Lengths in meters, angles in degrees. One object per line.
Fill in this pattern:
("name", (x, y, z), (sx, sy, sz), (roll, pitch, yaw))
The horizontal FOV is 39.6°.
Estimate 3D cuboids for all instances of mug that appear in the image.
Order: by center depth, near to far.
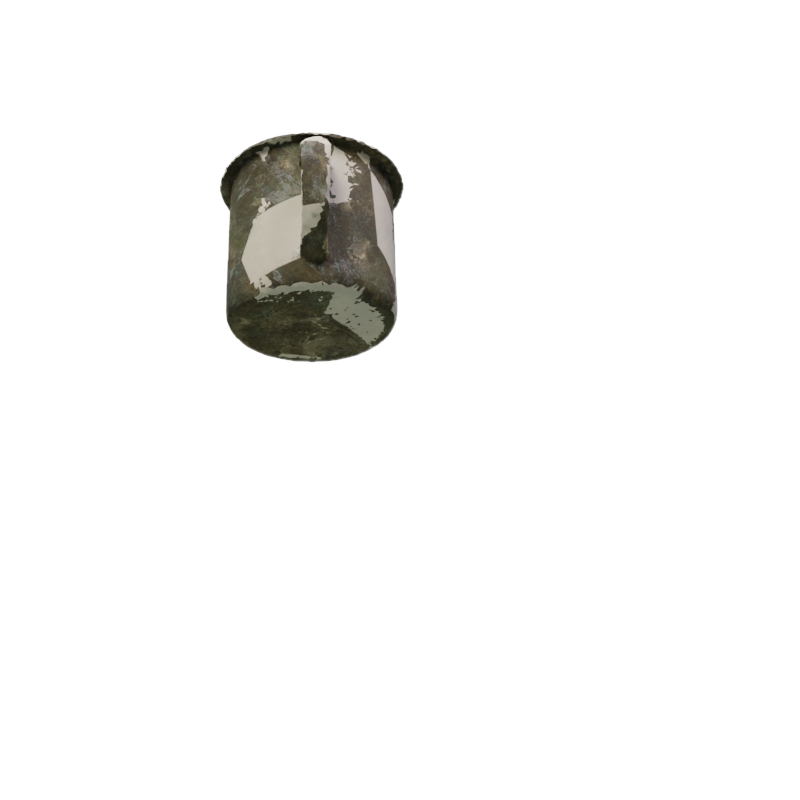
("mug", (-0.042, -0.076, 0.534), (0.092, 0.087, 0.111), (2, -29, -6))
